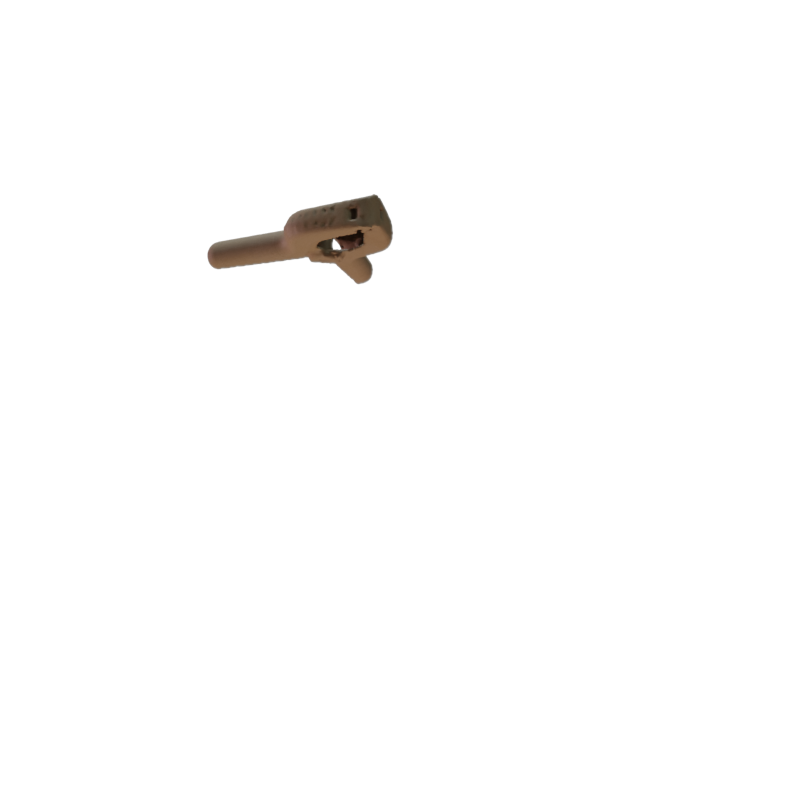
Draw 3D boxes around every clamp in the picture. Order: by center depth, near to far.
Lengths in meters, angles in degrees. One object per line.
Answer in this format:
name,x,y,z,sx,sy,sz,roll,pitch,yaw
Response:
clamp,-0.077,-0.140,0.980,0.161,0.037,0.209,2,-8,-17
